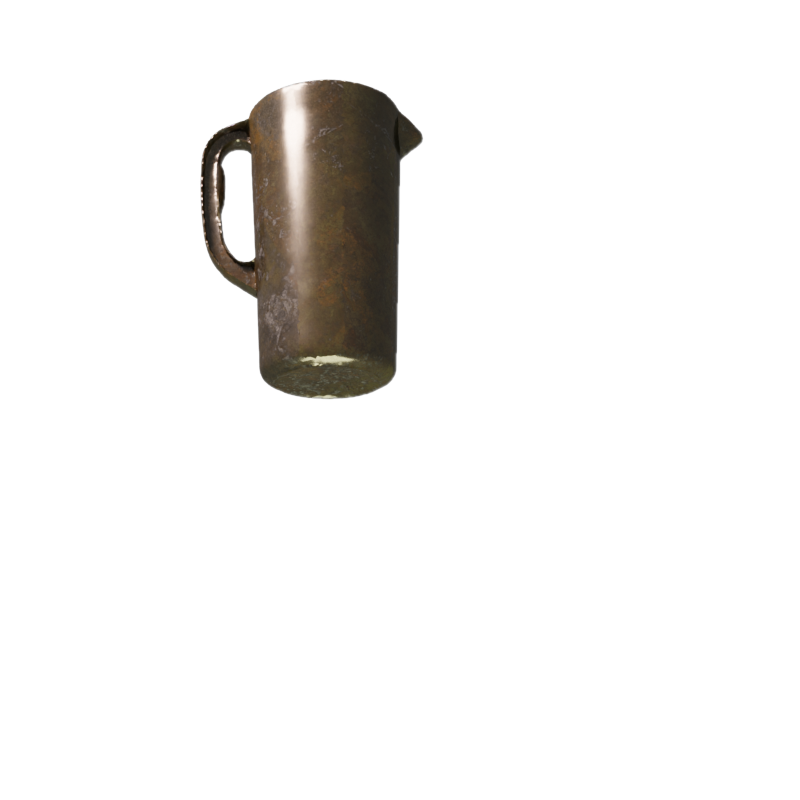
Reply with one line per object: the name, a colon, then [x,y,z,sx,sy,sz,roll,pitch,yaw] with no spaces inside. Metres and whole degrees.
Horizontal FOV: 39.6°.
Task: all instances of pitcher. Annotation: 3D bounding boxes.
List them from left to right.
pitcher: [-0.072,-0.131,0.914,0.151,0.256,0.136,-20,-28,38]
